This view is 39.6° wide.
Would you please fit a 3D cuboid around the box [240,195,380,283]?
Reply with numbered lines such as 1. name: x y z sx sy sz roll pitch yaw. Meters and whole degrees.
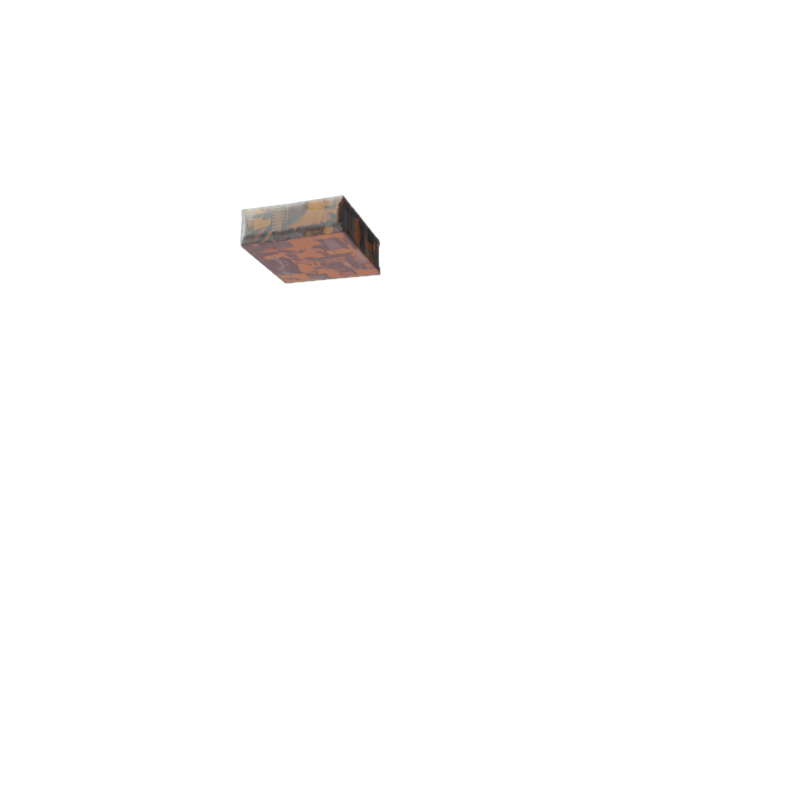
1. box: -0.060 -0.109 0.764 0.074 0.031 0.084 -5 -14 17
